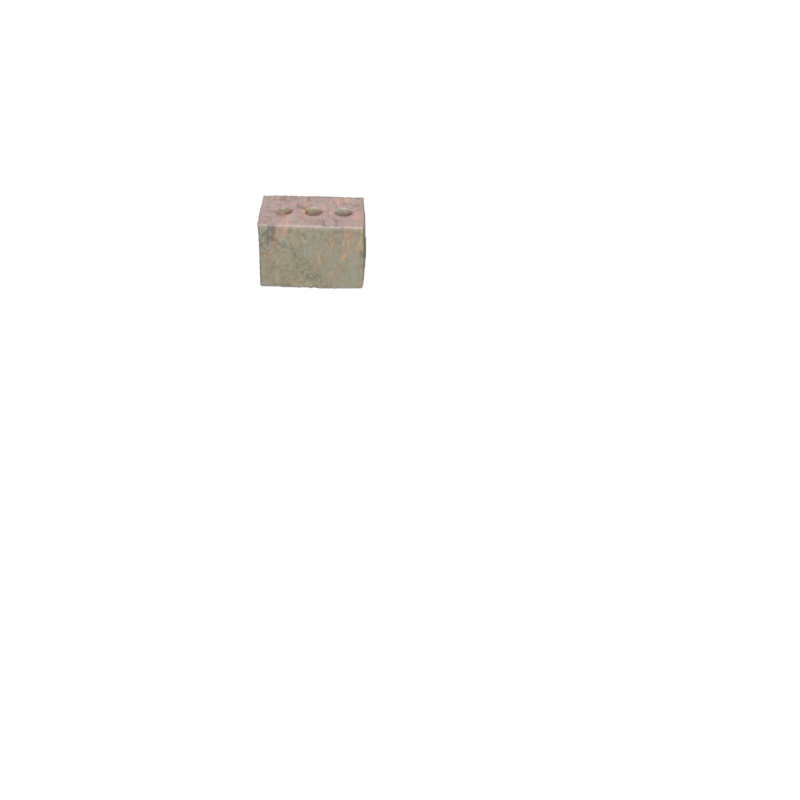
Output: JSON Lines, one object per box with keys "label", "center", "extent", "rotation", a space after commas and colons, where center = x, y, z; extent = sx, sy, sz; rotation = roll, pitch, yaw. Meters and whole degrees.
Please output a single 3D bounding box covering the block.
{"label": "block", "center": [-0.064, -0.116, 0.815], "extent": [0.078, 0.048, 0.056], "rotation": [1, 30, 1]}
